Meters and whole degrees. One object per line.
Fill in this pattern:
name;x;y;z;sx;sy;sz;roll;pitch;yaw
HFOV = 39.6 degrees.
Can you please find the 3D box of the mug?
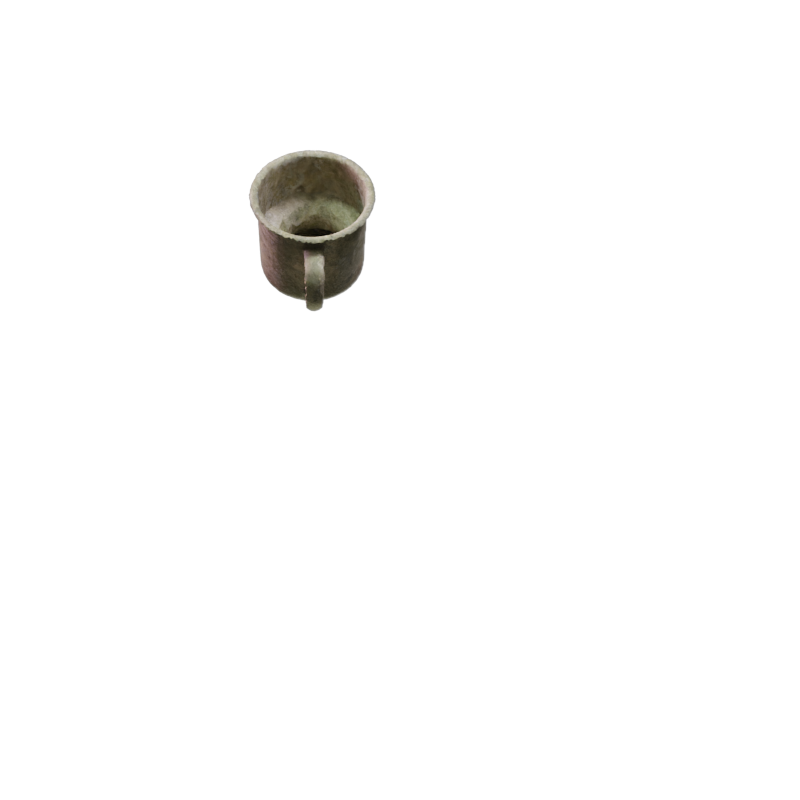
mug;-0.066;-0.120;0.839;0.093;0.126;0.076;-4;-37;-5
